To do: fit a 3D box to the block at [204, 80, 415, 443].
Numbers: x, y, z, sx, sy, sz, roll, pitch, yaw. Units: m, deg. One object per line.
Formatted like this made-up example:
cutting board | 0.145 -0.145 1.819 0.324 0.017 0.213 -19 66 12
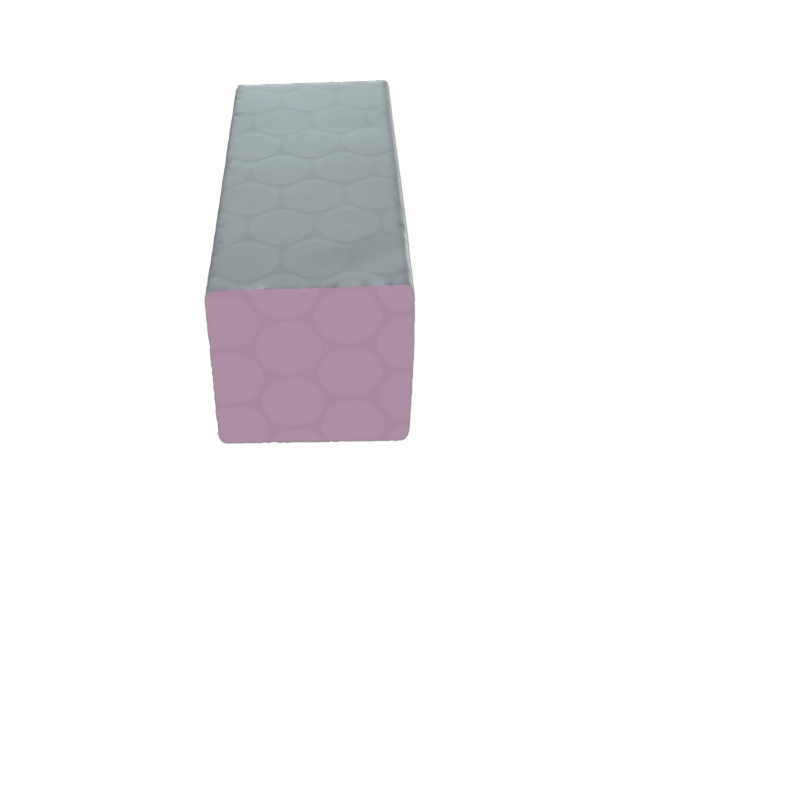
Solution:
block | -0.045 -0.081 0.574 0.090 0.084 0.221 -2 38 -2
